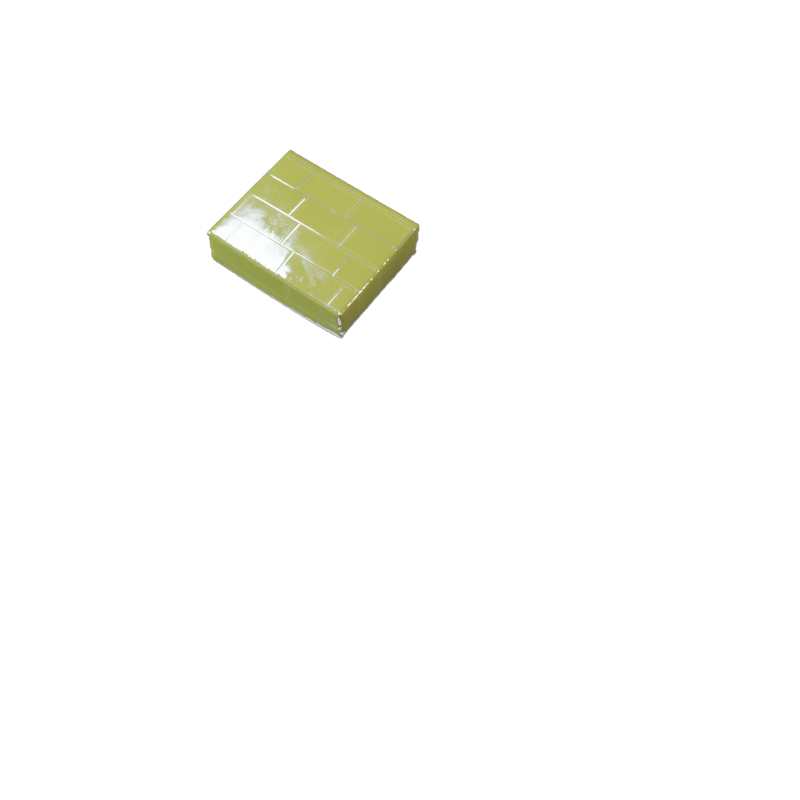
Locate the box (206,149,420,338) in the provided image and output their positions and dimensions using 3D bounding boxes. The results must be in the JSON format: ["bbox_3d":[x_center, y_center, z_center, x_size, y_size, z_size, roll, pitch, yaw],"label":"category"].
[{"bbox_3d":[-0.058,-0.106,0.741,0.118,0.092,0.036,33,-26,18],"label":"box"}]
